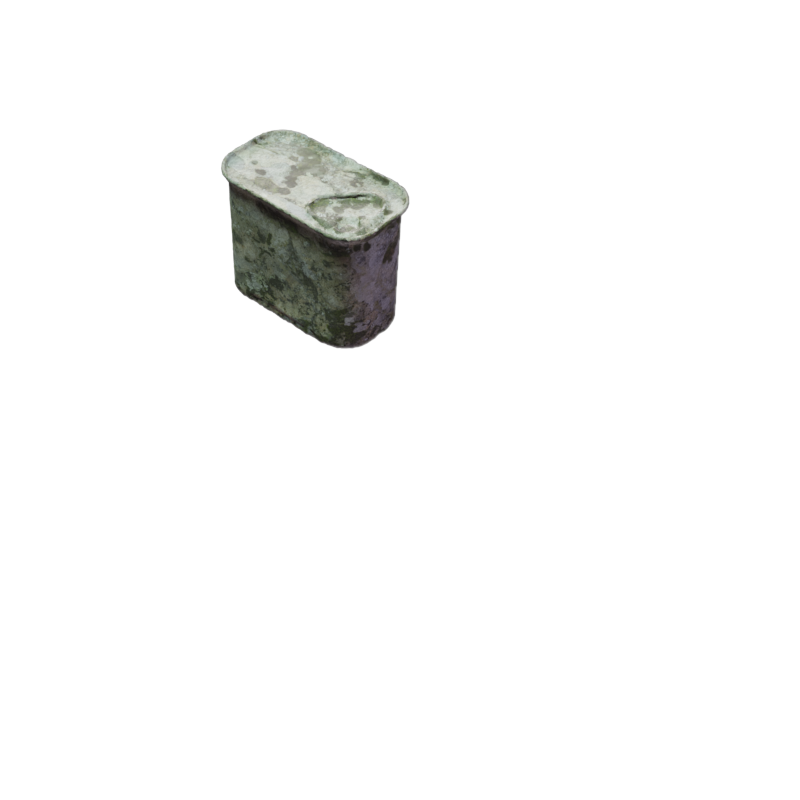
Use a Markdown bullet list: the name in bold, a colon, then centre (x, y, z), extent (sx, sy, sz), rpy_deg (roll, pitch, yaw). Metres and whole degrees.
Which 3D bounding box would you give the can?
- **can**: centre (-0.047, -0.086, 0.603), extent (0.108, 0.078, 0.058), rpy_deg (32, 51, 28)
